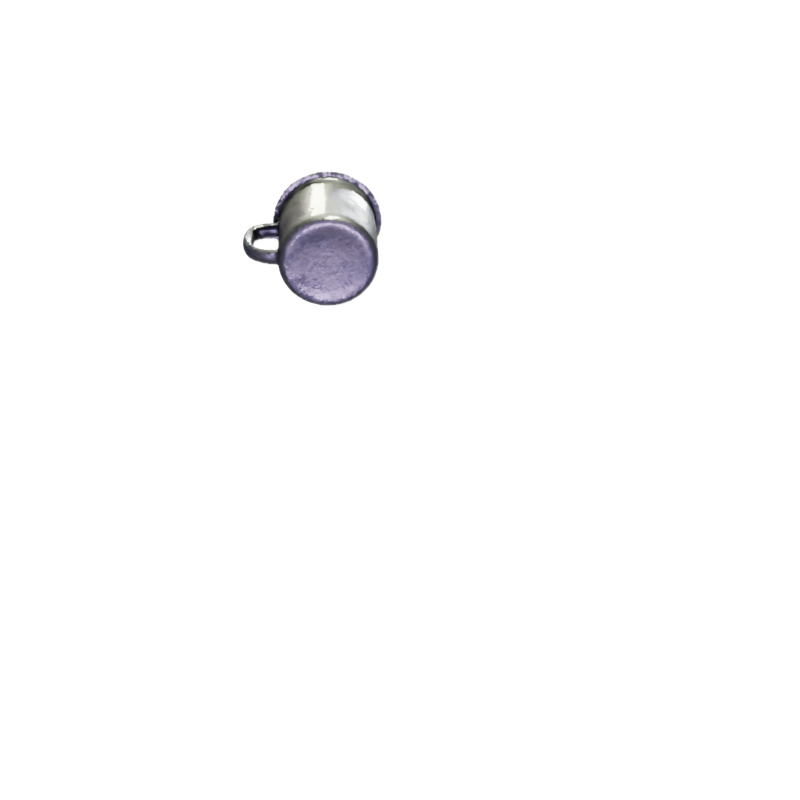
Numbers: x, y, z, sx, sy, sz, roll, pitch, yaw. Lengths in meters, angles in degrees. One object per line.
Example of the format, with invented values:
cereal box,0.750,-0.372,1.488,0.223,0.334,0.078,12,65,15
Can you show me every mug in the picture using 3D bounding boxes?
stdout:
mug,-0.072,-0.131,0.920,0.117,0.088,0.087,0,30,-2
